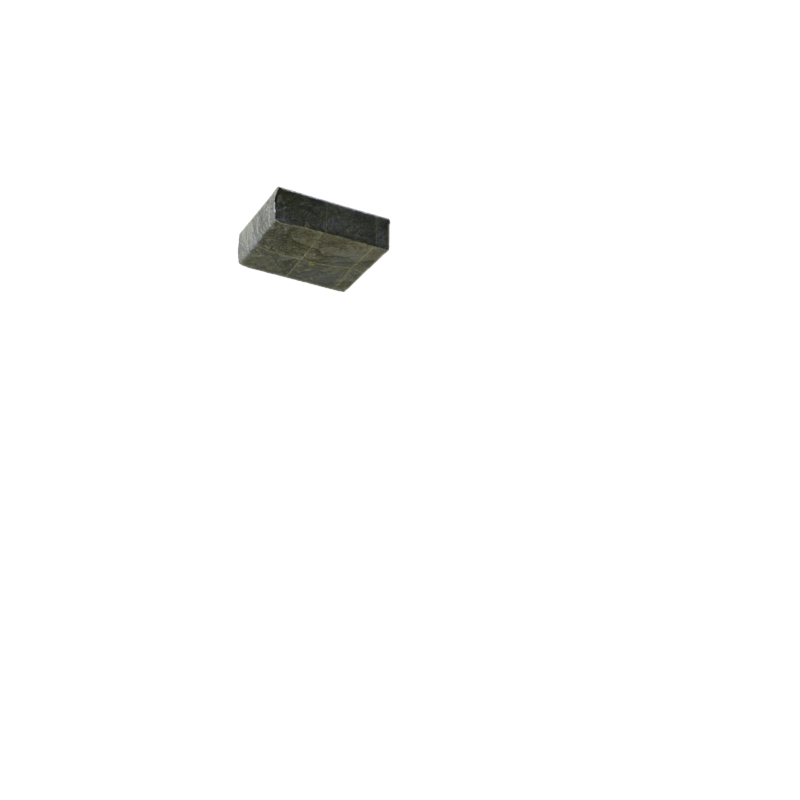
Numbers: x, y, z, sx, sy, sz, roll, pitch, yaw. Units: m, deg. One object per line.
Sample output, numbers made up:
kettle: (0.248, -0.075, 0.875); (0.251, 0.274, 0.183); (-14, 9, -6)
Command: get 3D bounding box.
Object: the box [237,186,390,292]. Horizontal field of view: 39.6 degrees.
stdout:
box: (-0.078, -0.142, 0.995); (0.109, 0.041, 0.088); (12, -28, -24)
